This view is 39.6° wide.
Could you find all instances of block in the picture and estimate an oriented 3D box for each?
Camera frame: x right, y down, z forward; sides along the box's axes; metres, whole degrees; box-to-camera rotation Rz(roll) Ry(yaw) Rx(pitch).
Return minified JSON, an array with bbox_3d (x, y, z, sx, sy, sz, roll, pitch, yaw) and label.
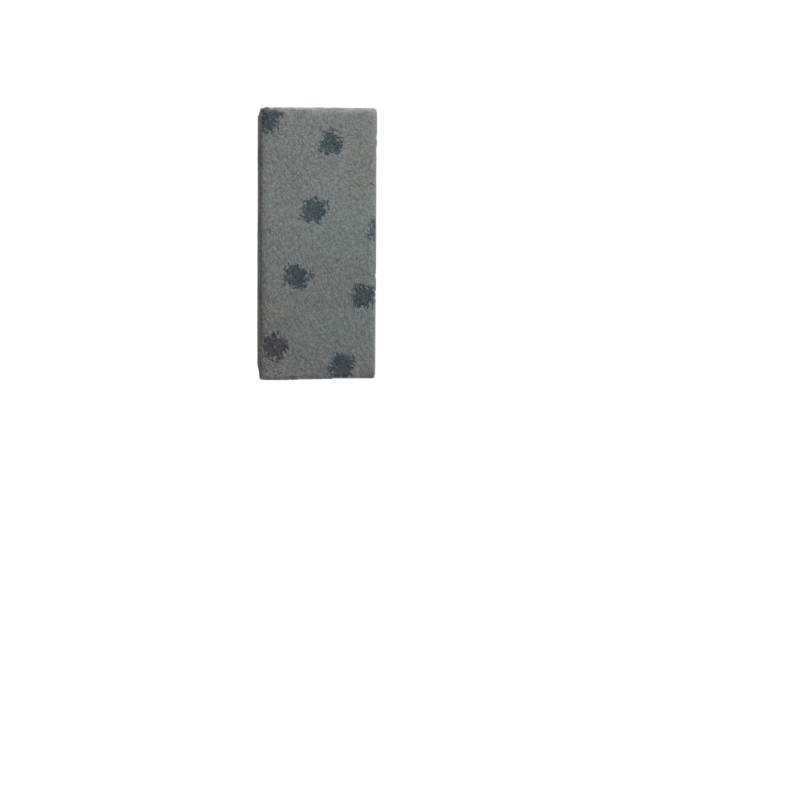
[{"bbox_3d":[-0.068,-0.125,0.878,0.089,0.205,0.092,0,3,-7],"label":"block"}]
